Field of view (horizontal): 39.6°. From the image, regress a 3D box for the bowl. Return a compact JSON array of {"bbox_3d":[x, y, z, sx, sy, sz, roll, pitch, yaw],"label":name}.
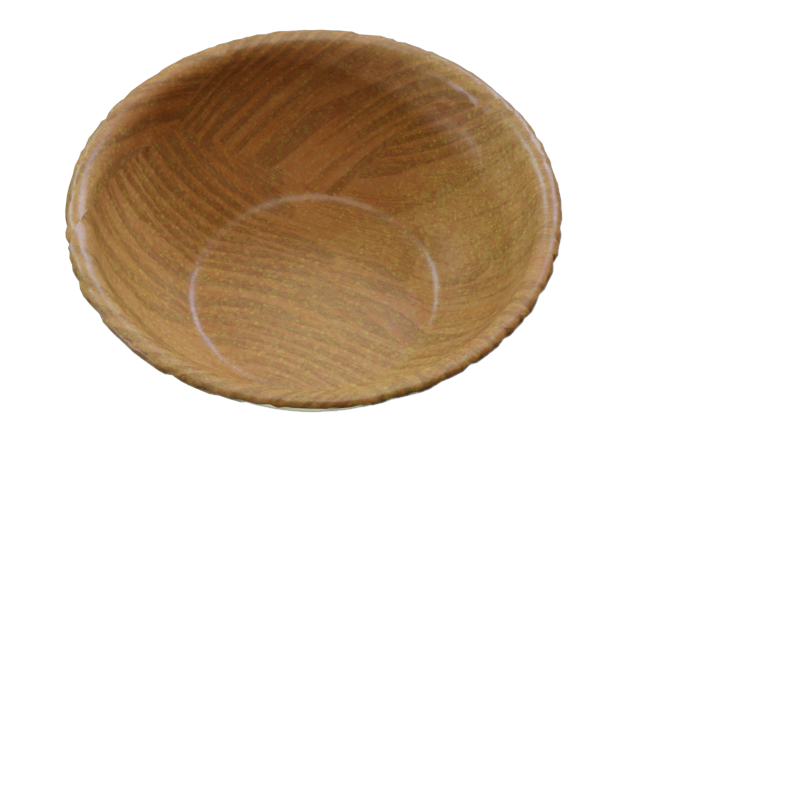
[{"bbox_3d":[-0.030,-0.055,0.383,0.162,0.174,0.051,-1,-36,-1],"label":"bowl"}]
